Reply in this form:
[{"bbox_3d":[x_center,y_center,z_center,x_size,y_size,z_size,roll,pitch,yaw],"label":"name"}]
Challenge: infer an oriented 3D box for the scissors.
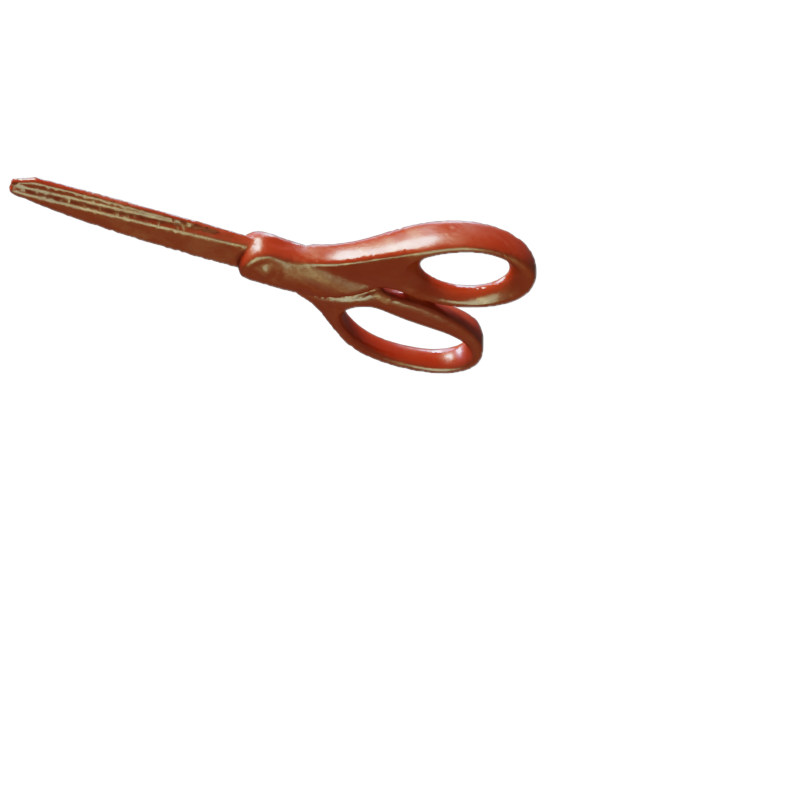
[{"bbox_3d":[-0.032,-0.059,0.411,0.190,0.017,0.095,26,-42,-33],"label":"scissors"}]
